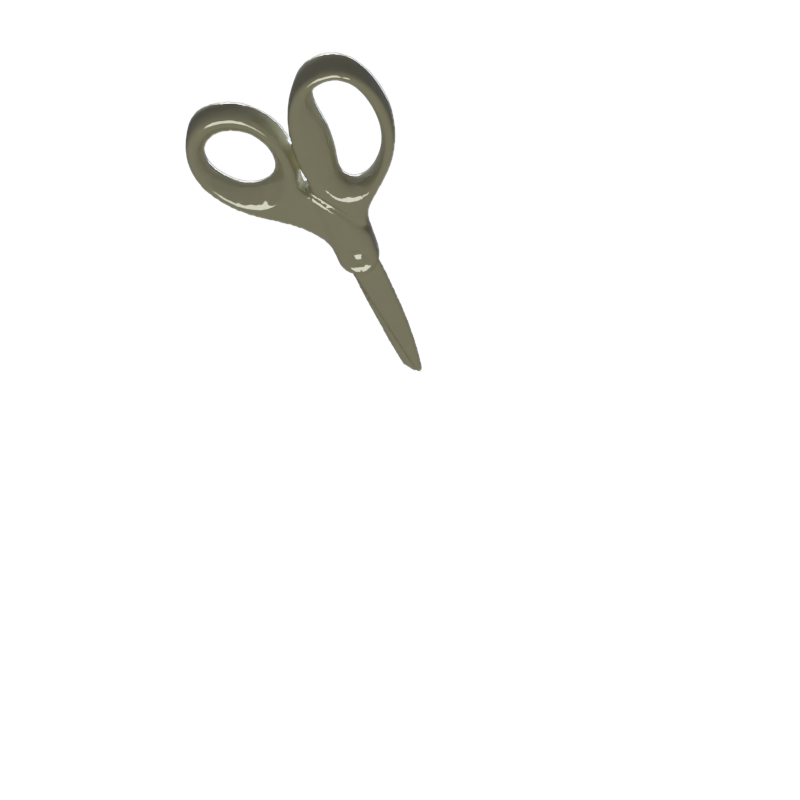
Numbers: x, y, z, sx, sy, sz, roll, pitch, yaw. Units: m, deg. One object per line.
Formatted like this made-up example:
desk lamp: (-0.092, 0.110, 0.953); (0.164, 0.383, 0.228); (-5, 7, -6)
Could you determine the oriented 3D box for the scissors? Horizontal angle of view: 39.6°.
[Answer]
scissors: (-0.039, -0.072, 0.503); (0.096, 0.017, 0.187); (-1, -39, 2)
